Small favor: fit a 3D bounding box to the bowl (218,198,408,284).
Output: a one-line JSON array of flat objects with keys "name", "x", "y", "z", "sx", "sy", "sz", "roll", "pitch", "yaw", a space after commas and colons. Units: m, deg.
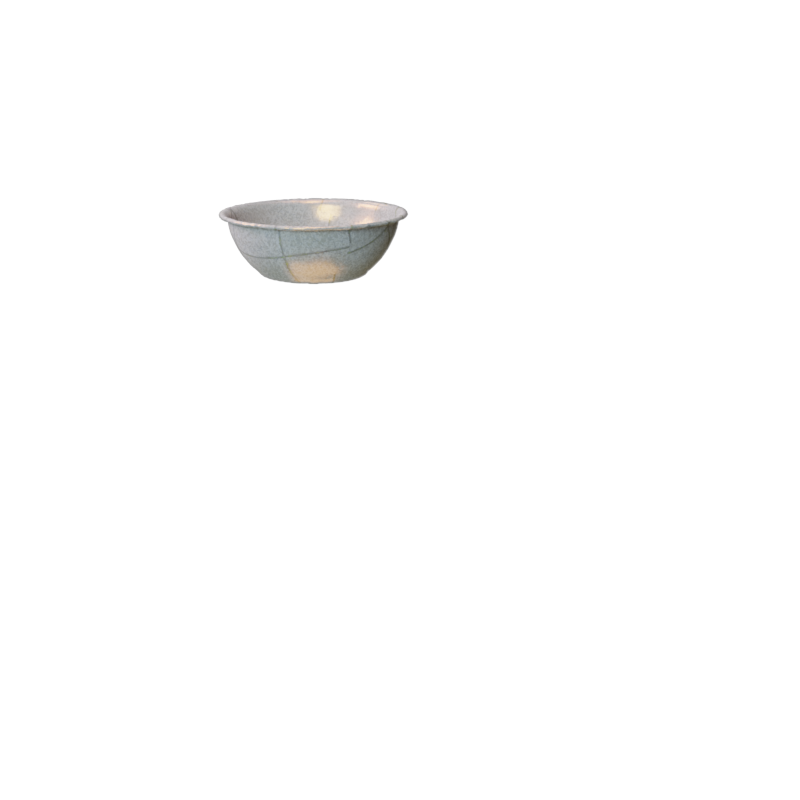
[{"name": "bowl", "x": -0.074, "y": -0.136, "z": 0.950, "sx": 0.162, "sy": 0.053, "sz": 0.168, "roll": -1, "pitch": 17, "yaw": -2}]
